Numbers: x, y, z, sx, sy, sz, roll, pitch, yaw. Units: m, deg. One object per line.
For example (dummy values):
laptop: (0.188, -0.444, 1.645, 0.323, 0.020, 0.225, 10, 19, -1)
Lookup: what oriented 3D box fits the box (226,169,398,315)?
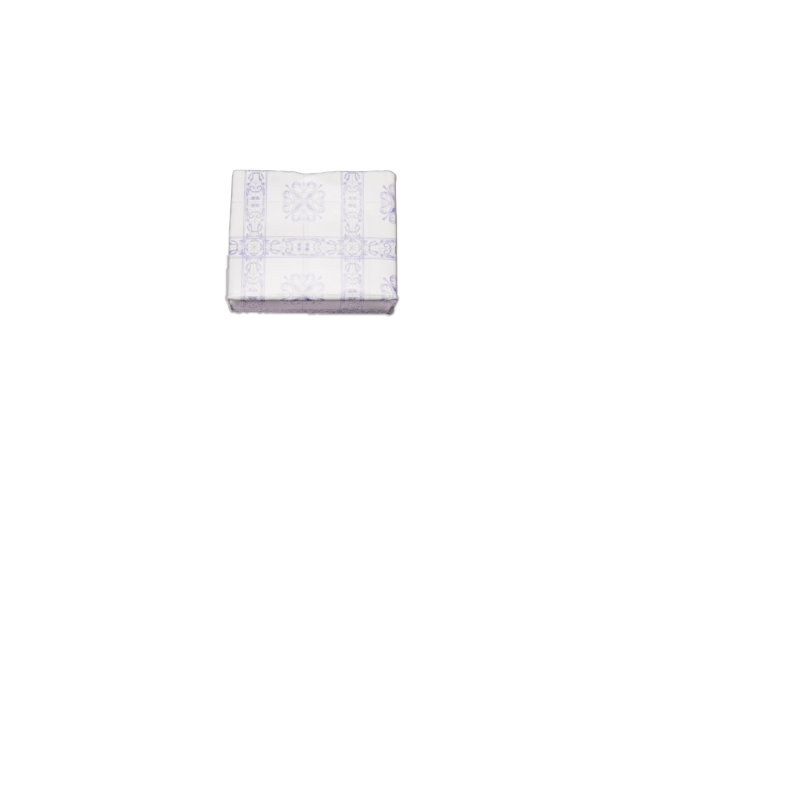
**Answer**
box: (-0.046, -0.084, 0.588, 0.089, 0.076, 0.029, 0, -19, 0)
